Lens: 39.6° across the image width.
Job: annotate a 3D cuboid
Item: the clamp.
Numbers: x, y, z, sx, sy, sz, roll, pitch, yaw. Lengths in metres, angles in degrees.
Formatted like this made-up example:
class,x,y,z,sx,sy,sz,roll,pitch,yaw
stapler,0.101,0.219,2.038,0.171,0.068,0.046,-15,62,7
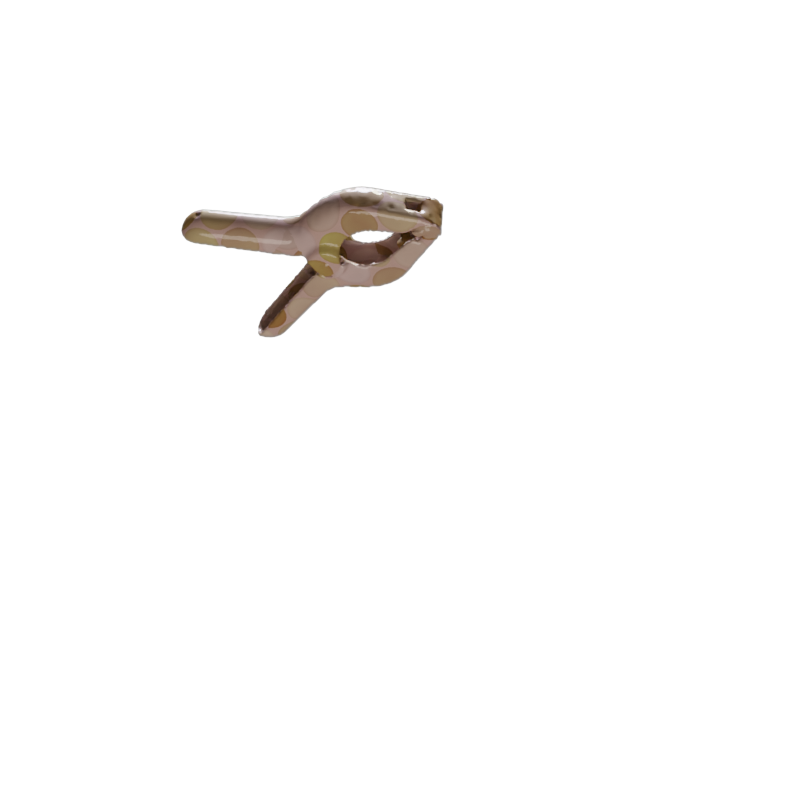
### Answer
class,x,y,z,sx,sy,sz,roll,pitch,yaw
clamp,-0.058,-0.106,0.742,0.172,0.042,0.111,-22,-43,26
